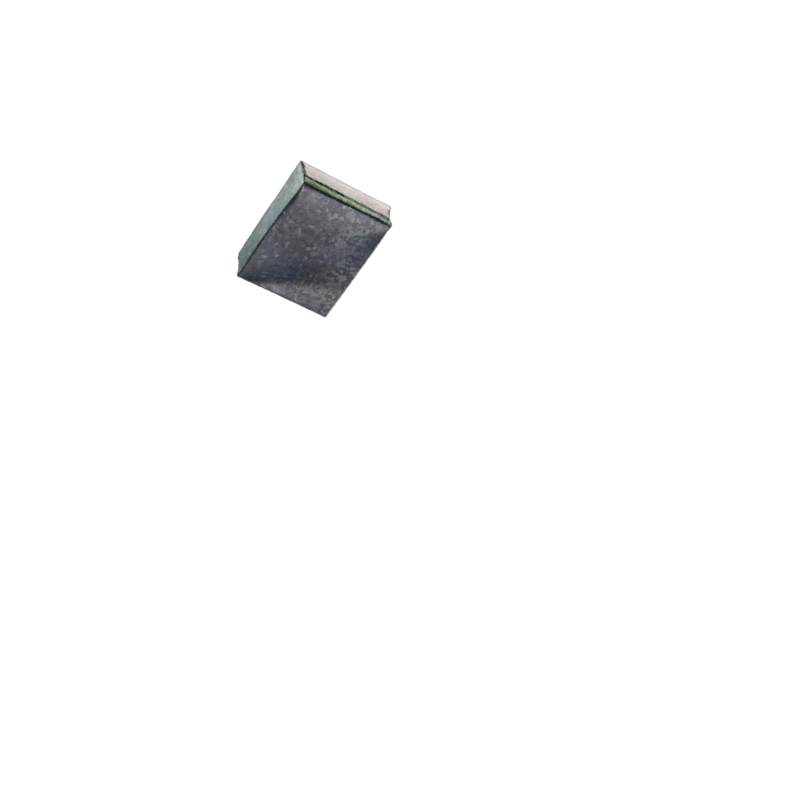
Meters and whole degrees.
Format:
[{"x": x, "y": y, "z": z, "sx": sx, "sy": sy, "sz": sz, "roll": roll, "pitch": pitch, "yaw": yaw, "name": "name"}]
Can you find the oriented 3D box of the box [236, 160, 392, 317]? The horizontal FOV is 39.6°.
[{"x": -0.073, "y": -0.134, "z": 0.936, "sx": 0.086, "sy": 0.110, "sz": 0.042, "roll": 26, "pitch": 34, "yaw": -20, "name": "box"}]
